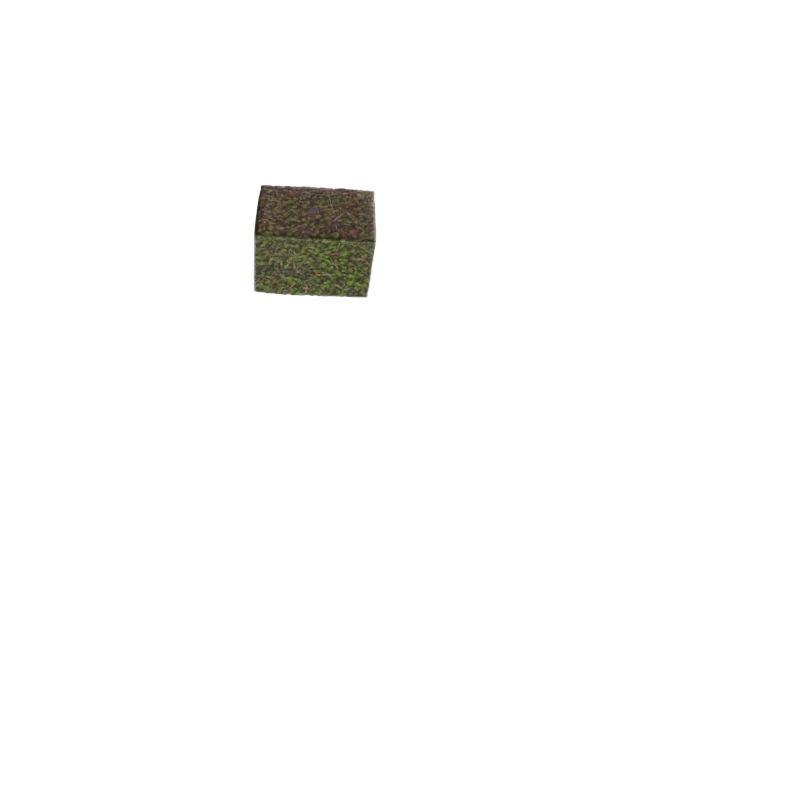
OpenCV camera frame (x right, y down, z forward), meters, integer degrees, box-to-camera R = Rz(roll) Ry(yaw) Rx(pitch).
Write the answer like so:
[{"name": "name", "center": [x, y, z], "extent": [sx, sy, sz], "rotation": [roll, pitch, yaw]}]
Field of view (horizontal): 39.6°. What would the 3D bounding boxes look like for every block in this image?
[{"name": "block", "center": [-0.057, -0.104, 0.728], "extent": [0.077, 0.055, 0.049], "rotation": [3, -44, -5]}]
